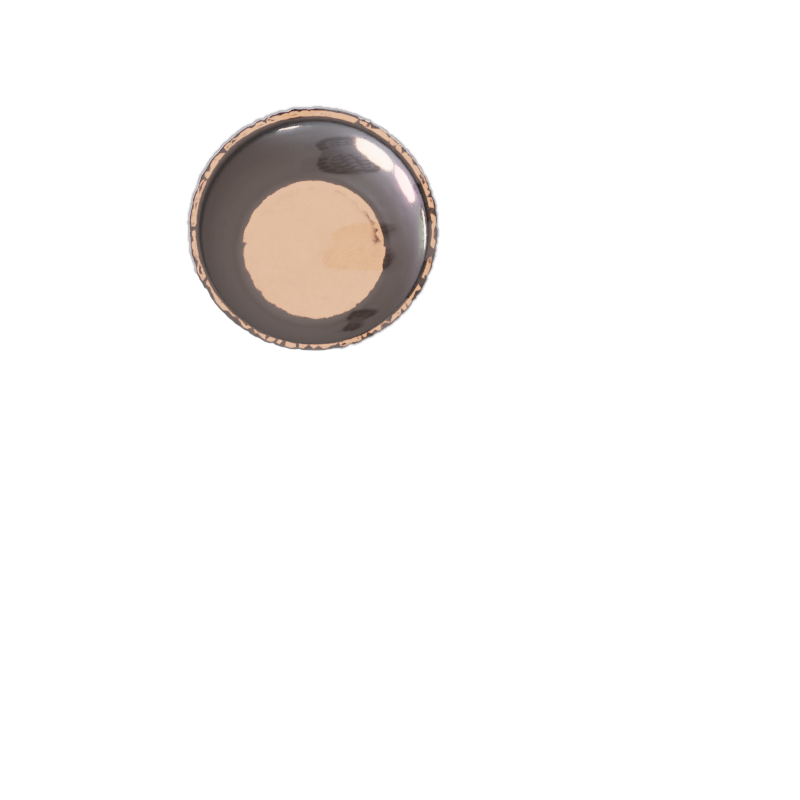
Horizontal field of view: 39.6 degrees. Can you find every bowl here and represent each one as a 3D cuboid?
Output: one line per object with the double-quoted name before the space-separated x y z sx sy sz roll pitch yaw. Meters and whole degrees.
"bowl" -0.054 -0.099 0.693 0.162 0.157 0.057 0 15 -1
